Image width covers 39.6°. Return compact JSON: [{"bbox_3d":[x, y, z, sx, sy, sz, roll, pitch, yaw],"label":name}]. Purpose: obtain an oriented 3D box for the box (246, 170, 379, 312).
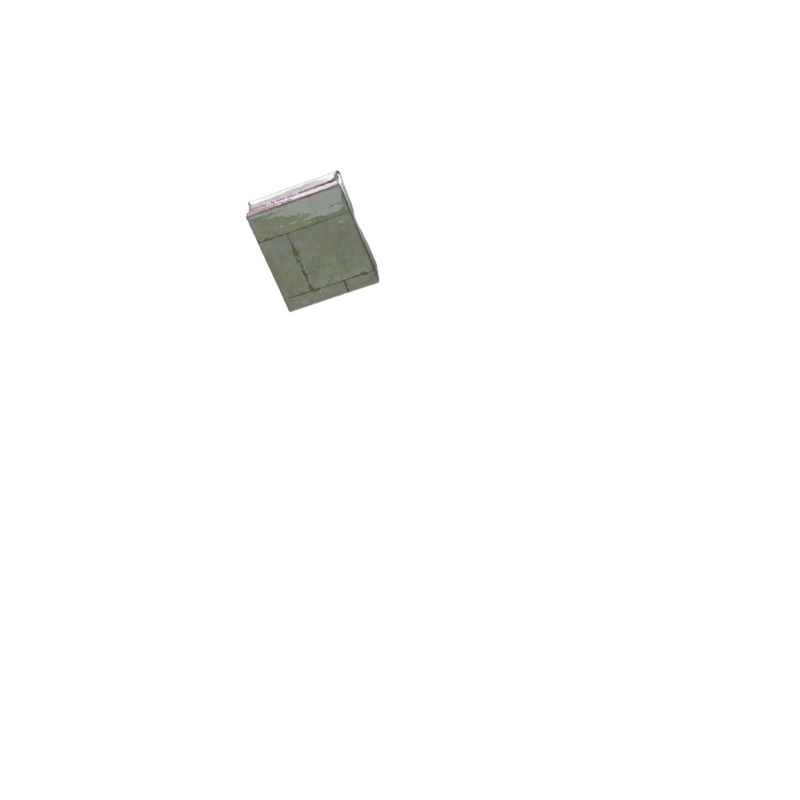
[{"bbox_3d":[-0.064,-0.118,0.822,0.073,0.084,0.032,-18,26,9],"label":"box"}]
